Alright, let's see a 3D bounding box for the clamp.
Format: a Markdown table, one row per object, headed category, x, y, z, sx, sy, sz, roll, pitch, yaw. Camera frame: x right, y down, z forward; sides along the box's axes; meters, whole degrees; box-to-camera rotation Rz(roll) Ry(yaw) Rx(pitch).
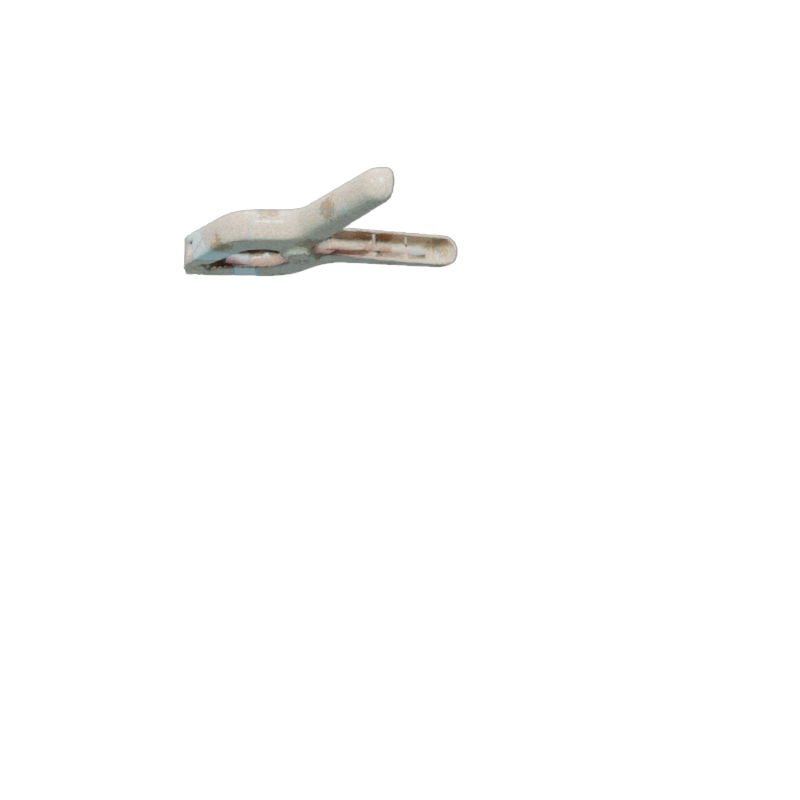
| category | x | y | z | sx | sy | sz | roll | pitch | yaw |
| --- | --- | --- | --- | --- | --- | --- | --- | --- | --- |
| clamp | -0.067 | -0.122 | 0.852 | 0.214 | 0.038 | 0.154 | -7 | -16 | 27 |
